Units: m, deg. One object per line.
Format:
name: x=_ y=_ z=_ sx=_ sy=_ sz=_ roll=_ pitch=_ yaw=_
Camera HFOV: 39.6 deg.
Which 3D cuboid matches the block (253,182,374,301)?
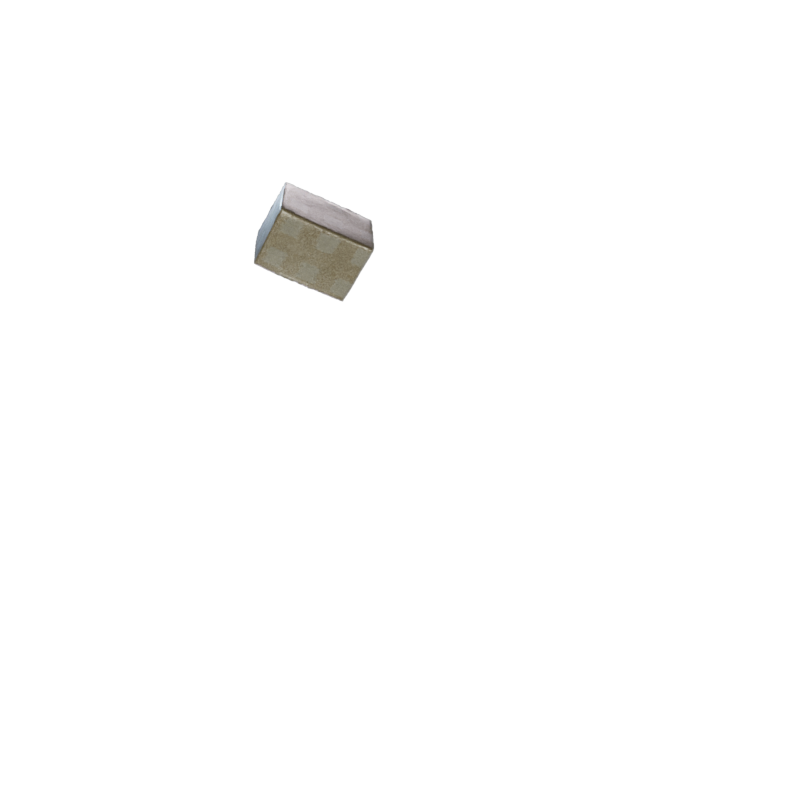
block: x=-0.066 y=-0.120 z=0.843 sx=0.076 sy=0.051 sz=0.054 roll=23 pitch=28 yaw=-15
